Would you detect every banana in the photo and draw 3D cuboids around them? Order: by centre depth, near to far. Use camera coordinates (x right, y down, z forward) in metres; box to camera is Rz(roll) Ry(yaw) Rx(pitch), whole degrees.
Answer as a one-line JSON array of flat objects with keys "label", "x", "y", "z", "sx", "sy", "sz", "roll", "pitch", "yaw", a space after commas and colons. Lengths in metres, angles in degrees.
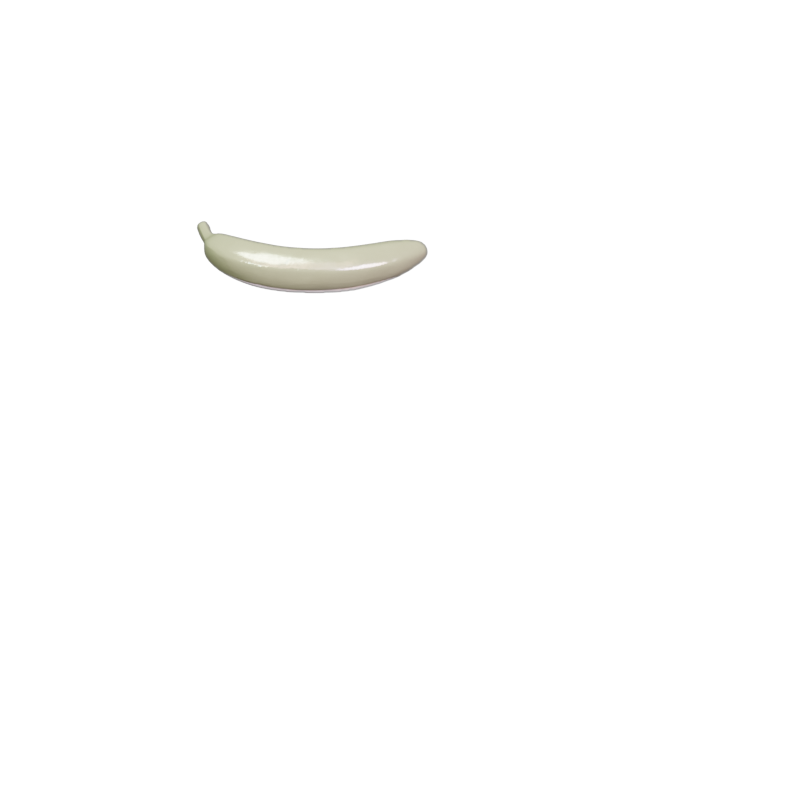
[{"label": "banana", "x": -0.078, "y": -0.117, "z": 0.913, "sx": 0.200, "sy": 0.074, "sz": 0.034, "roll": 7, "pitch": -38, "yaw": 6}]
